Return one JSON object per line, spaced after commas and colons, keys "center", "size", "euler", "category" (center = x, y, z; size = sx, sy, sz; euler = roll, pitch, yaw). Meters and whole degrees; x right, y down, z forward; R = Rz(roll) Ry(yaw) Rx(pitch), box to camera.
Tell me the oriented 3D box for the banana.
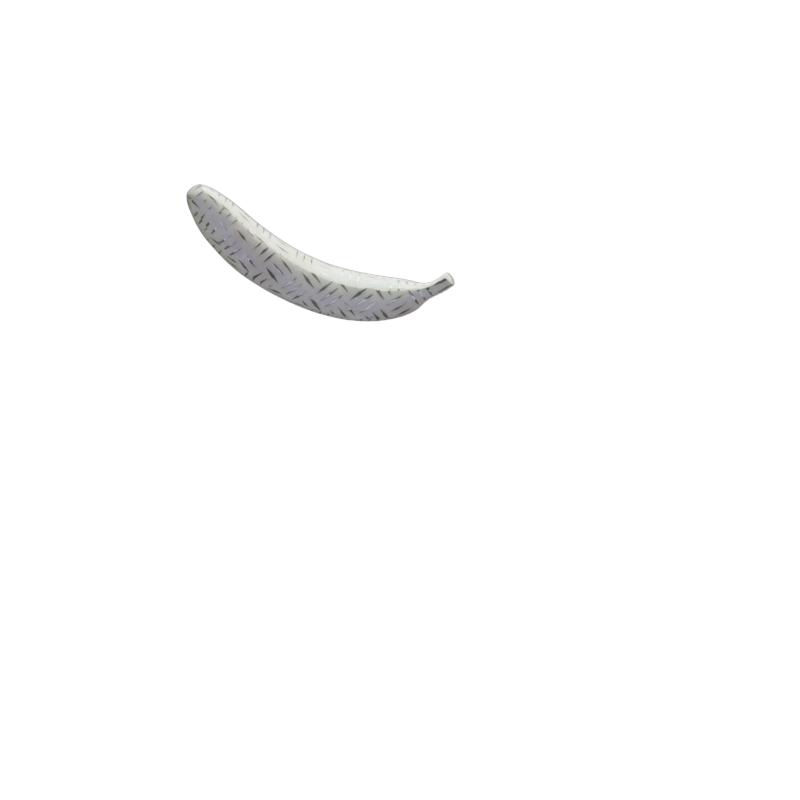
{"center": [-0.065, -0.097, 0.790], "size": [0.194, 0.067, 0.039], "euler": [18, 30, -10], "category": "banana"}
